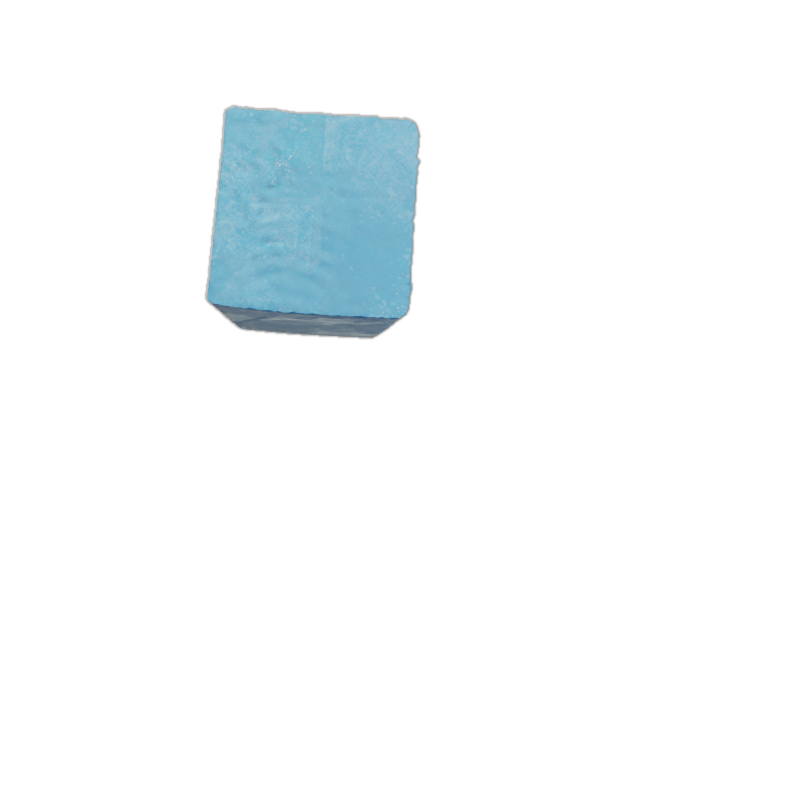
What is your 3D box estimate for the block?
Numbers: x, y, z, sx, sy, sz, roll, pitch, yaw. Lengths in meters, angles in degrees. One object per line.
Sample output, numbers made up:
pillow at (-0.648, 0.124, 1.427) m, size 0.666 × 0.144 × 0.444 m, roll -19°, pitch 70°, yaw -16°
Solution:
block at (-0.045, -0.083, 0.586) m, size 0.090 × 0.092 × 0.205 m, roll 4°, pitch -1°, yaw -4°
